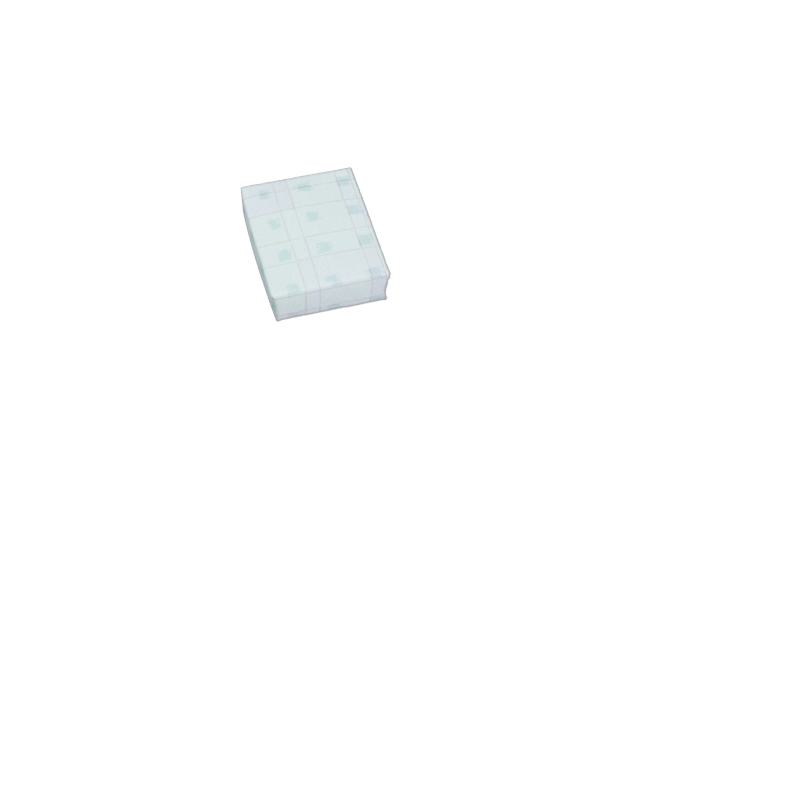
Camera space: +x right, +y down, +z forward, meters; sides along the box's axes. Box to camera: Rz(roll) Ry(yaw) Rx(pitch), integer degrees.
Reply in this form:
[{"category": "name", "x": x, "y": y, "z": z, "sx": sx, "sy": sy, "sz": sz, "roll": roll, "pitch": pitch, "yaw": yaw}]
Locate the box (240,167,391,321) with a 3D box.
[{"category": "box", "x": -0.066, "y": -0.120, "z": 0.841, "sx": 0.089, "sy": 0.122, "sz": 0.036, "roll": -13, "pitch": -33, "yaw": -9}]
